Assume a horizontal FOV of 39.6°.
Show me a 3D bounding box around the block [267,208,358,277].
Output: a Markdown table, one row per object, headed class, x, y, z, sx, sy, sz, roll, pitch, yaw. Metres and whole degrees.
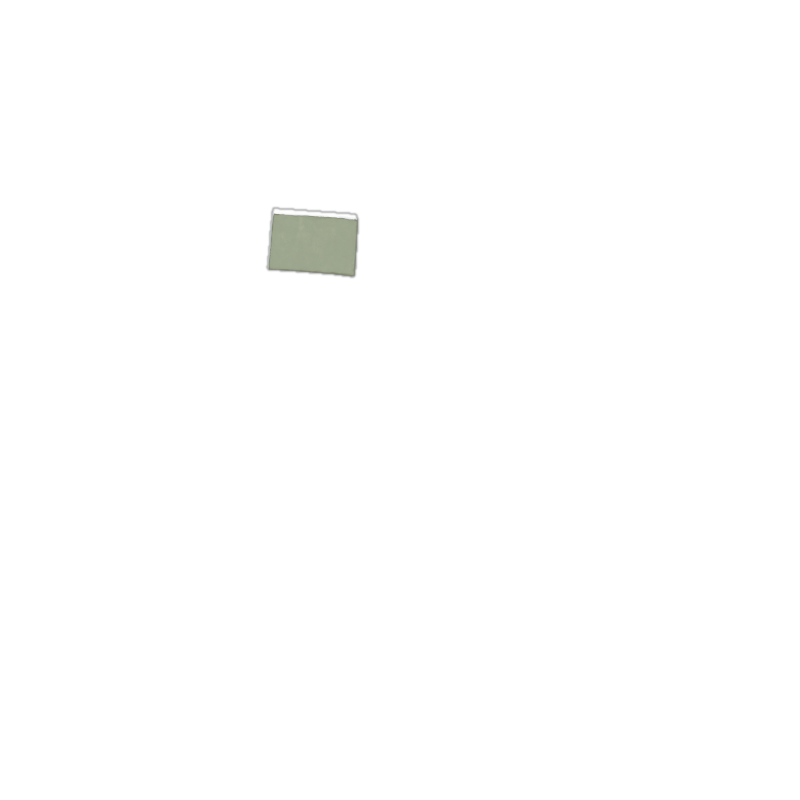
| class | x | y | z | sx | sy | sz | roll | pitch | yaw |
| --- | --- | --- | --- | --- | --- | --- | --- | --- | --- |
| block | -0.077 | -0.141 | 0.986 | 0.078 | 0.052 | 0.052 | 5 | 10 | -2 |
